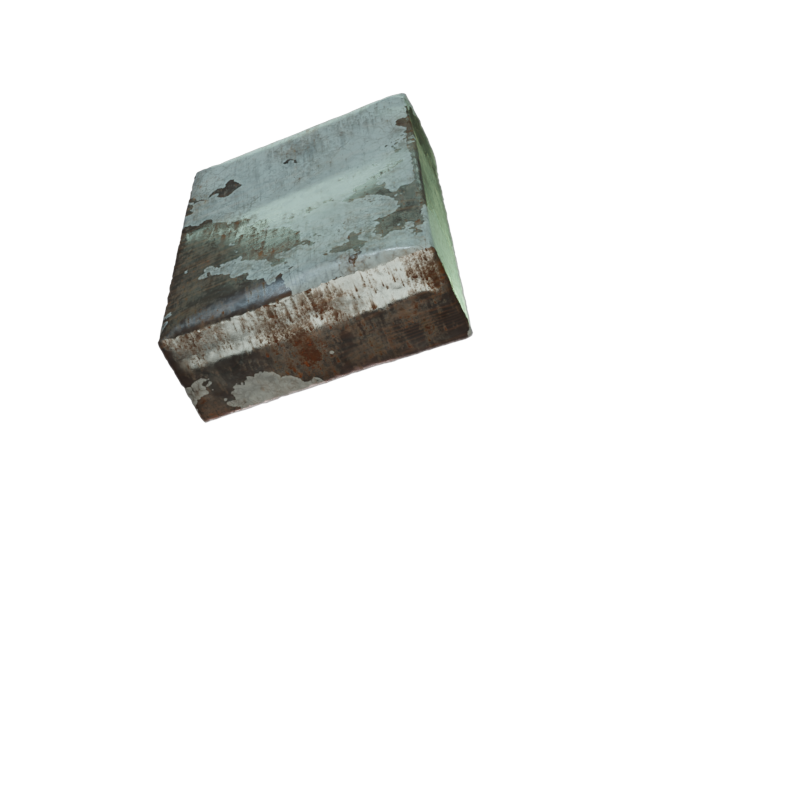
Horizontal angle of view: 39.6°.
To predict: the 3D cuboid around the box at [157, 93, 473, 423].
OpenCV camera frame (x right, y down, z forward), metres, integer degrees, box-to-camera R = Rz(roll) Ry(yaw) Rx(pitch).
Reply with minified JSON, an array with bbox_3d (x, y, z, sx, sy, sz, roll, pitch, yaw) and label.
[{"bbox_3d":[-0.054,-0.099,0.691,0.165,0.067,0.228,-19,35,10],"label":"box"}]
